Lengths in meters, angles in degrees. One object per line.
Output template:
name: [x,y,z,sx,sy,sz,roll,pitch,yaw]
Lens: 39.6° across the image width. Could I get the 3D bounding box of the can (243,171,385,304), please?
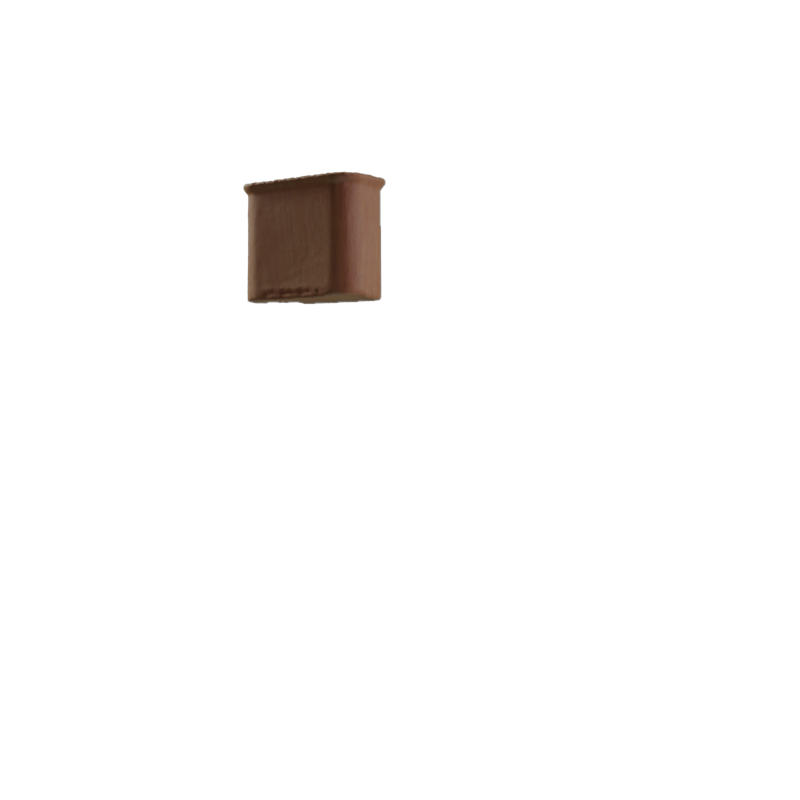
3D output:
can: [-0.061,-0.111,0.776,0.105,0.085,0.055,-2,-4,35]
